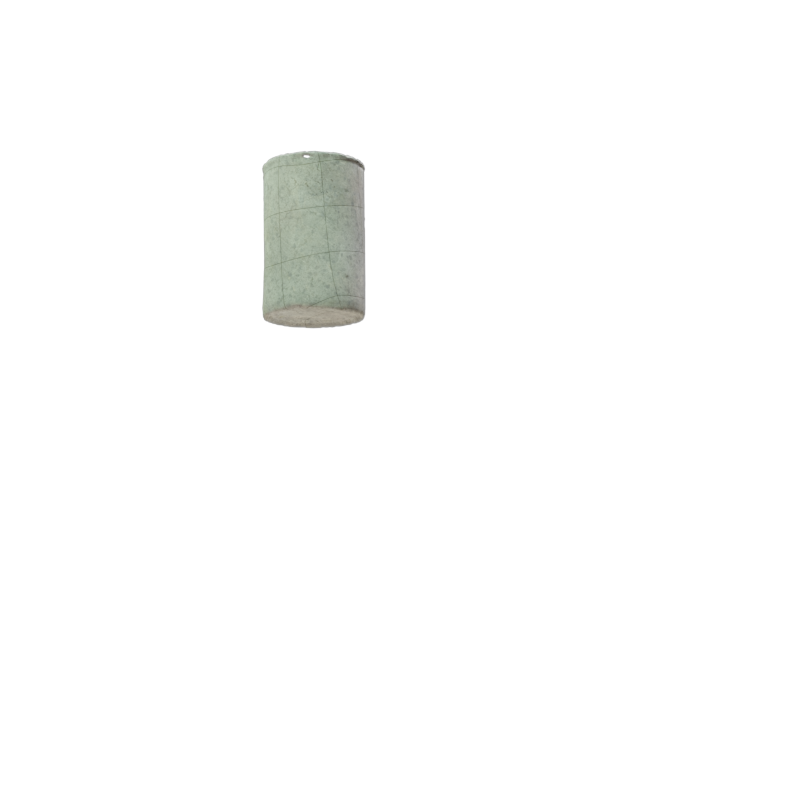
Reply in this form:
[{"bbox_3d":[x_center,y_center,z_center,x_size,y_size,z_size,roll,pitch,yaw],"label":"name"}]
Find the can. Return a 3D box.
[{"bbox_3d":[-0.056,-0.103,0.720,0.068,0.106,0.066,0,-13,-2],"label":"can"}]
